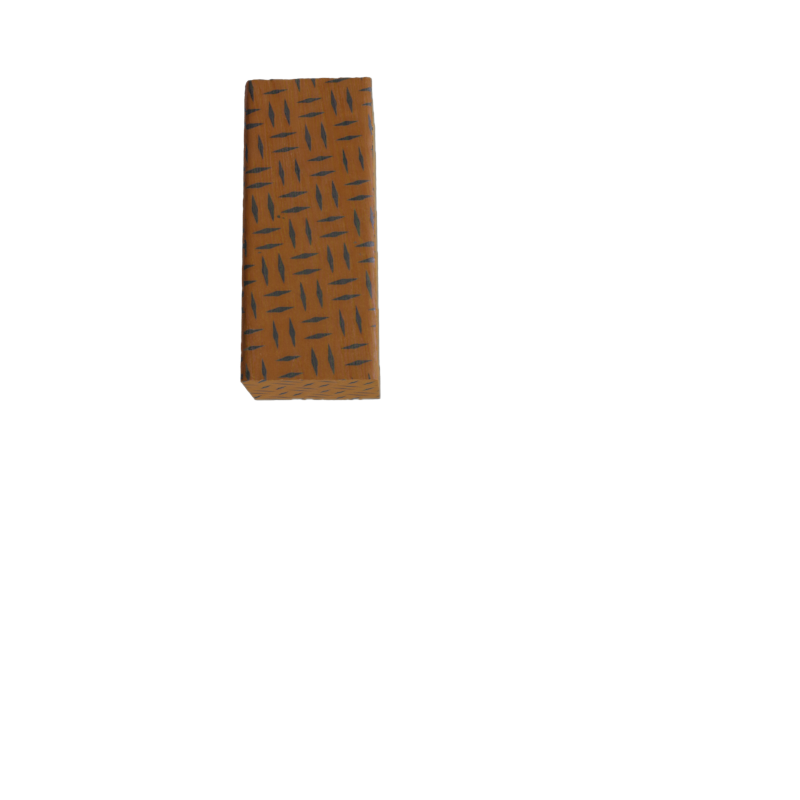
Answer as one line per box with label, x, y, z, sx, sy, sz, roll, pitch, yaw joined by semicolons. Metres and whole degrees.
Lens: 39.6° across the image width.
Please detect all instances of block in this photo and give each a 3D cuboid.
block;-0.060;-0.109;0.764;0.090;0.214;0.087;-1;-15;1
